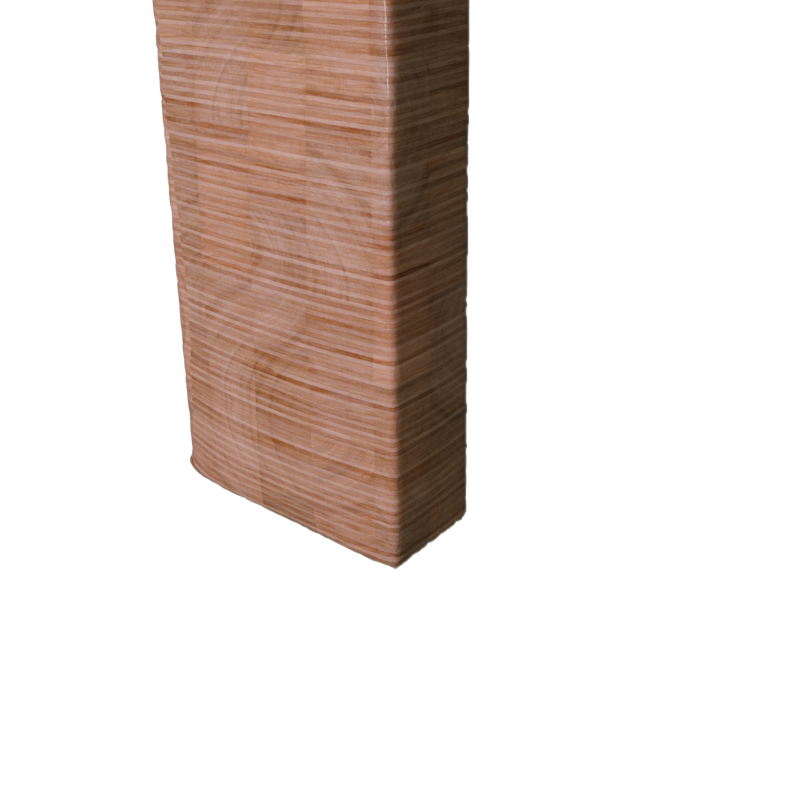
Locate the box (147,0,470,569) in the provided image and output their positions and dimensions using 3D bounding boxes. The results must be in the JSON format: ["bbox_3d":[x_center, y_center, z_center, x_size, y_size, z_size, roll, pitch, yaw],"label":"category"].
[{"bbox_3d":[-0.026,-0.048,0.339,0.099,0.169,0.047,17,24,37],"label":"box"}]
